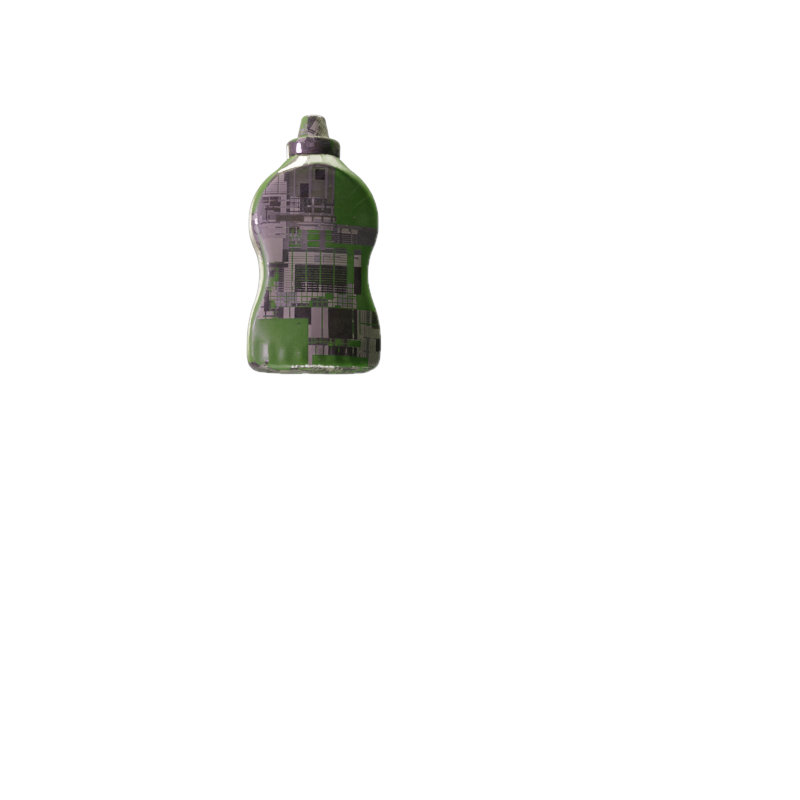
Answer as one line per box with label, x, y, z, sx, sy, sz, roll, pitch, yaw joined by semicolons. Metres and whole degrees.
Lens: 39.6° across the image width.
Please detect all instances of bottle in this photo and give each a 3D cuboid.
bottle;-0.064;-0.117;0.818;0.095;0.197;0.057;0;-11;-6
